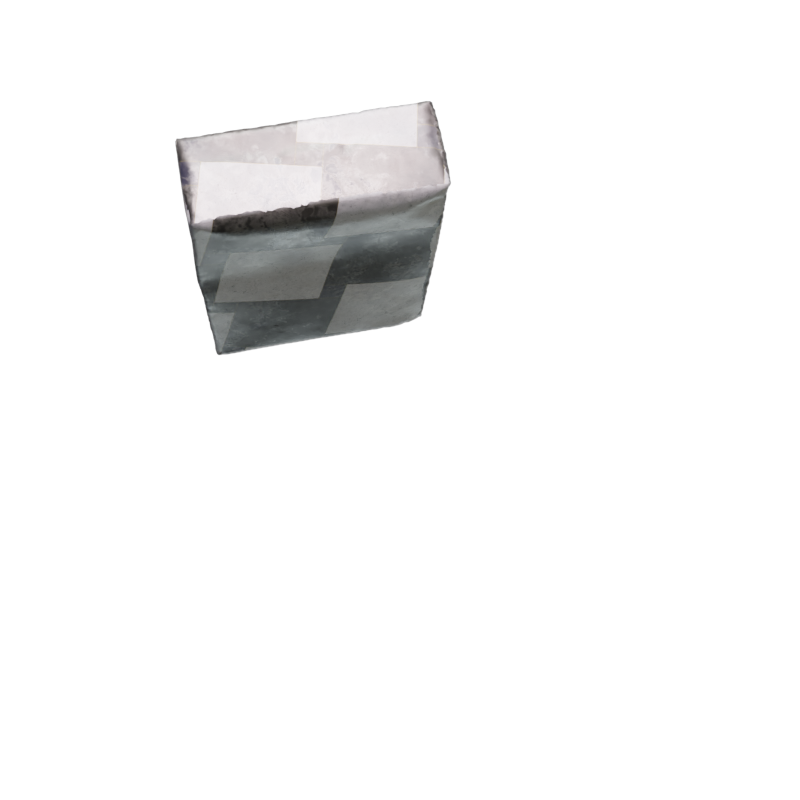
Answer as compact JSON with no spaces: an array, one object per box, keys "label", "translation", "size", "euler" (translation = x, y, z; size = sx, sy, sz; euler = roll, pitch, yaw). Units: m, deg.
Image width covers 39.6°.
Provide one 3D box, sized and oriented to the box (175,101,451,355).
[{"label":"box","translation":[-0.060,-0.109,0.765],"size":[0.163,0.076,0.203],"euler":[-10,-19,-7]}]
